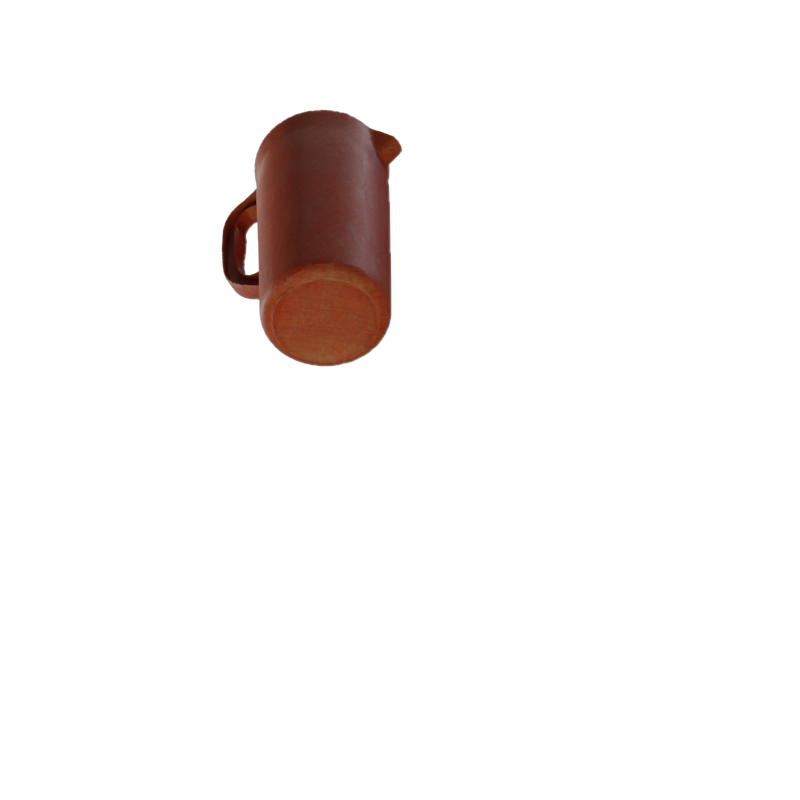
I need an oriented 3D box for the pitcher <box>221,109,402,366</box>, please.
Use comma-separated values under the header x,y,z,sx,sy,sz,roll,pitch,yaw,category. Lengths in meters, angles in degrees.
x,y,z,sx,sy,sz,roll,pitch,yaw,category
-0.078,-0.142,0.994,0.142,0.142,0.260,13,37,-14,pitcher
